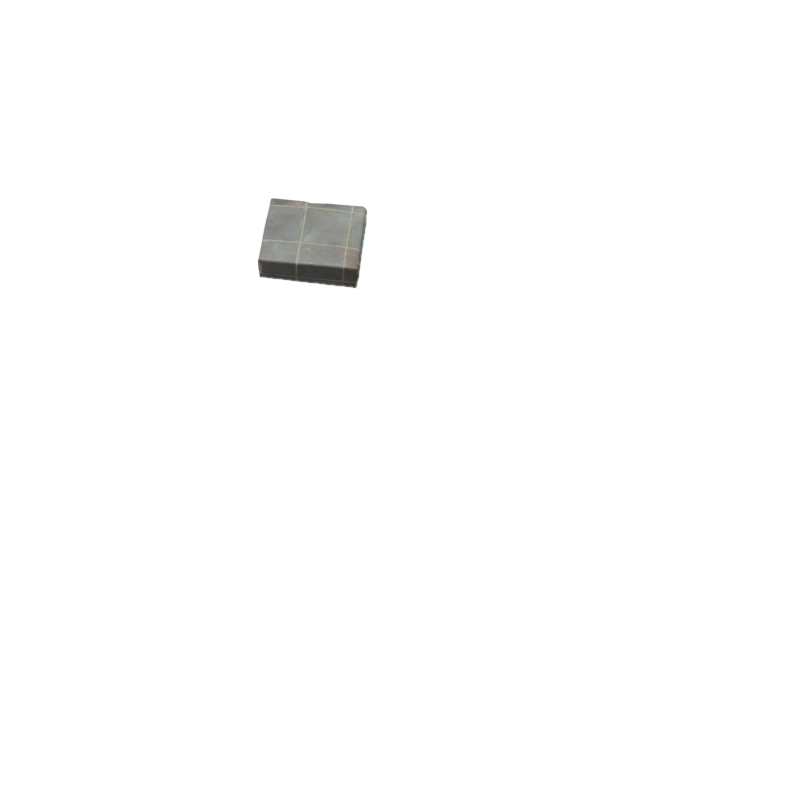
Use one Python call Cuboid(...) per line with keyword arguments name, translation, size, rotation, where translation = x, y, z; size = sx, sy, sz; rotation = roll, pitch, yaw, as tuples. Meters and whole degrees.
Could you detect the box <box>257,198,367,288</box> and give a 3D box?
Cuboid(name="box", translation=(-0.077, -0.141, 0.985), size=(0.090, 0.078, 0.028), rotation=(5, -36, 4))
